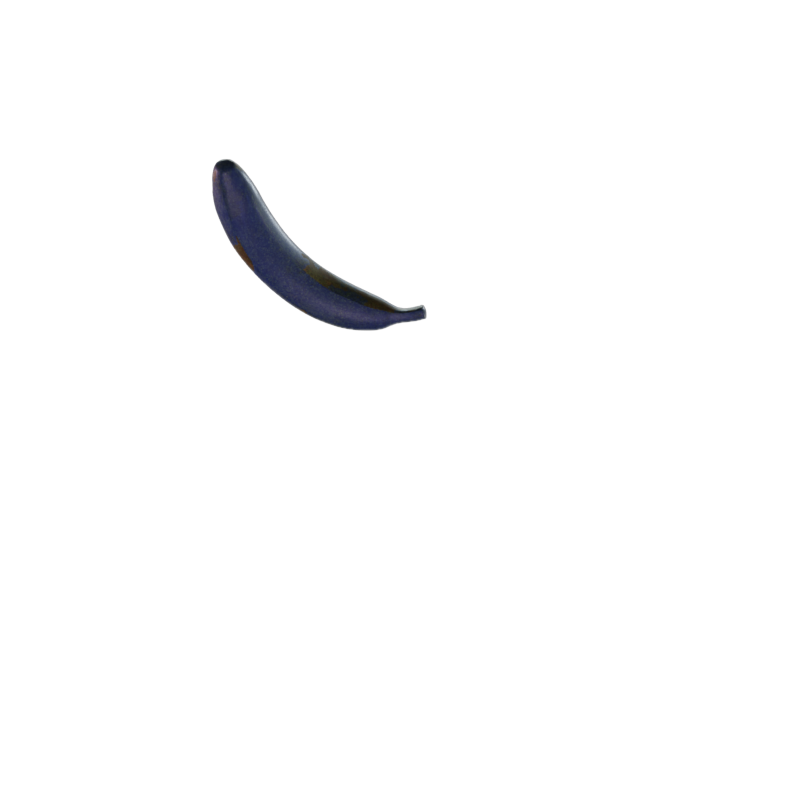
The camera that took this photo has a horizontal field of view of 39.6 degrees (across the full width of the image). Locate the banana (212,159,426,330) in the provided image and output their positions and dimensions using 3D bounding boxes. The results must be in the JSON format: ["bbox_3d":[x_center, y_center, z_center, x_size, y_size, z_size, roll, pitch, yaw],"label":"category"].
[{"bbox_3d":[-0.073,-0.103,0.816,0.188,0.068,0.039,34,30,-23],"label":"banana"}]
